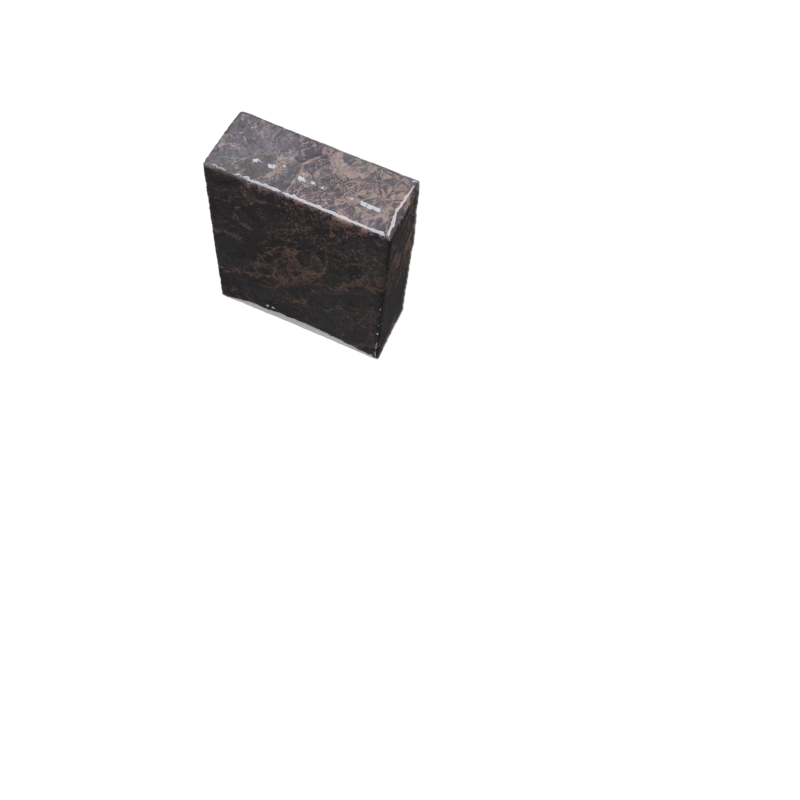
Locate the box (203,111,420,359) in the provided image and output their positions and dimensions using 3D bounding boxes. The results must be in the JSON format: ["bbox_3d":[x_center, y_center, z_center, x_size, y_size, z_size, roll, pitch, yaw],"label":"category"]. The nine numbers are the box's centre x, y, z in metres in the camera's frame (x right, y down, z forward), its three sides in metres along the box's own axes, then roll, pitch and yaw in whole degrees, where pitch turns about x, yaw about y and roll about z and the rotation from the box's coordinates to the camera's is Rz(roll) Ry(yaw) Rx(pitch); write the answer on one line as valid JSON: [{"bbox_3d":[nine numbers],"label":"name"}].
[{"bbox_3d":[-0.075,-0.136,0.955,0.168,0.074,0.201,24,-25,10],"label":"box"}]
